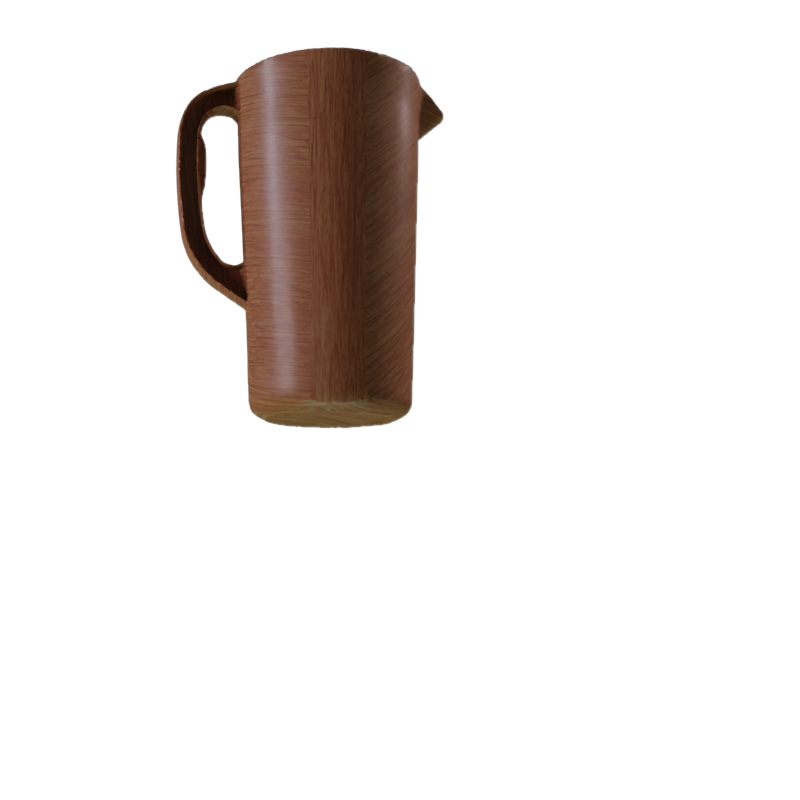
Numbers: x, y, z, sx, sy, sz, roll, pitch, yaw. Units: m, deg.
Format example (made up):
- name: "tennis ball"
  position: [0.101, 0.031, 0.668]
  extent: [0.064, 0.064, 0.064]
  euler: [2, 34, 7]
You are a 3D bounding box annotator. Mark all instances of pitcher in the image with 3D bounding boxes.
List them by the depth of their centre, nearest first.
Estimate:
- name: "pitcher"
  position: [-0.059, -0.108, 0.758]
  extent: [0.153, 0.252, 0.137]
  euler: [-9, -16, 31]
